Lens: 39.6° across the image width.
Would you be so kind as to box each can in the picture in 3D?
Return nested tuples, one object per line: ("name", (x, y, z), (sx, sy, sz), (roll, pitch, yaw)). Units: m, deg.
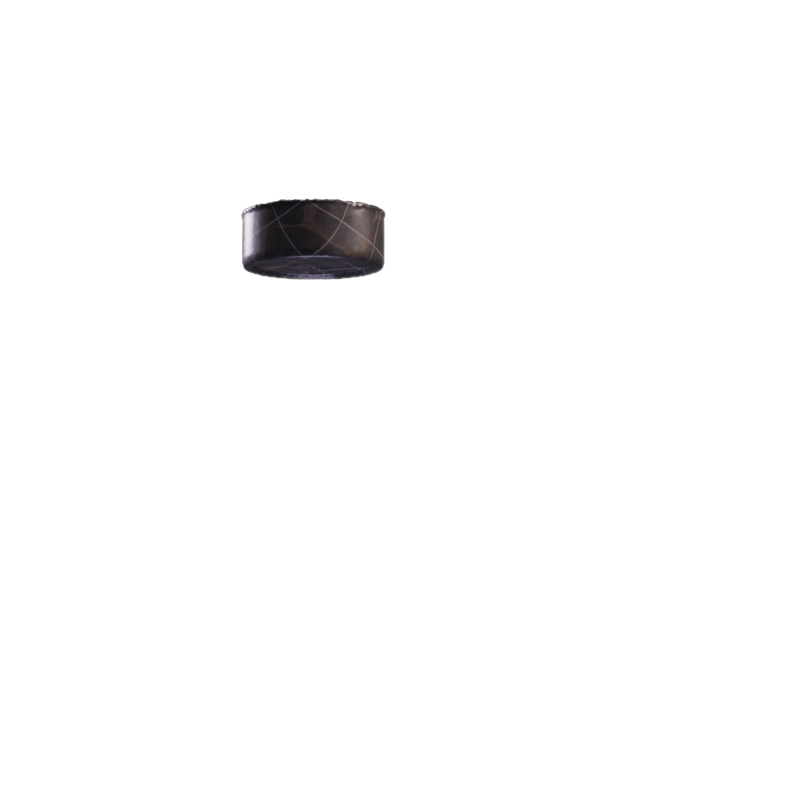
("can", (-0.051, -0.094, 0.657), (0.086, 0.034, 0.084), (0, -4, -2))
